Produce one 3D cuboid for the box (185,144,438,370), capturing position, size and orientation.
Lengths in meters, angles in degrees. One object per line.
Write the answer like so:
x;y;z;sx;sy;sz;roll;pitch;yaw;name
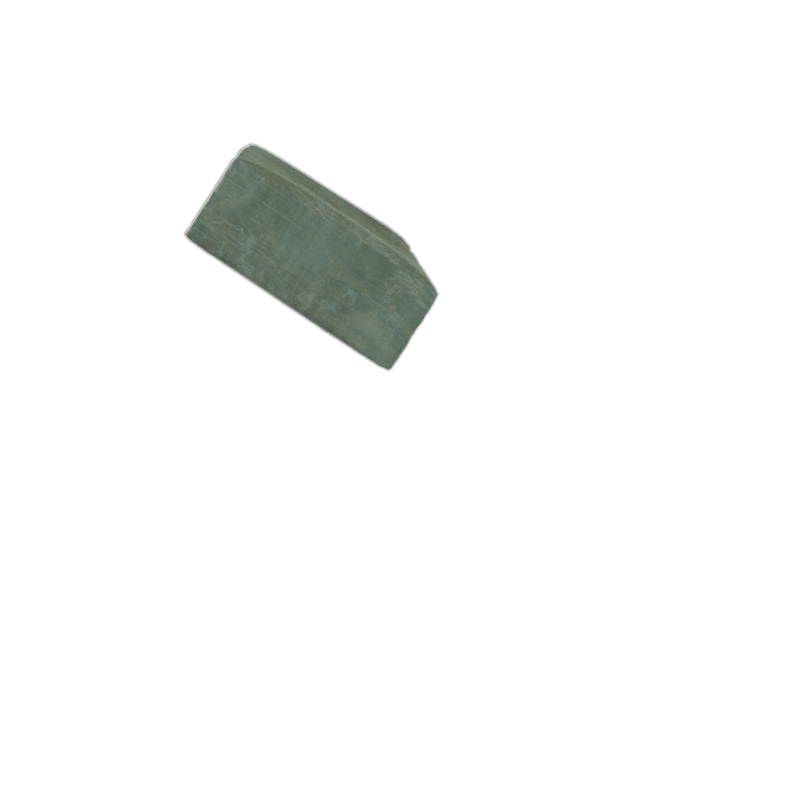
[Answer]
-0.064;-0.117;0.822;0.161;0.071;0.220;32;11;-10;box
